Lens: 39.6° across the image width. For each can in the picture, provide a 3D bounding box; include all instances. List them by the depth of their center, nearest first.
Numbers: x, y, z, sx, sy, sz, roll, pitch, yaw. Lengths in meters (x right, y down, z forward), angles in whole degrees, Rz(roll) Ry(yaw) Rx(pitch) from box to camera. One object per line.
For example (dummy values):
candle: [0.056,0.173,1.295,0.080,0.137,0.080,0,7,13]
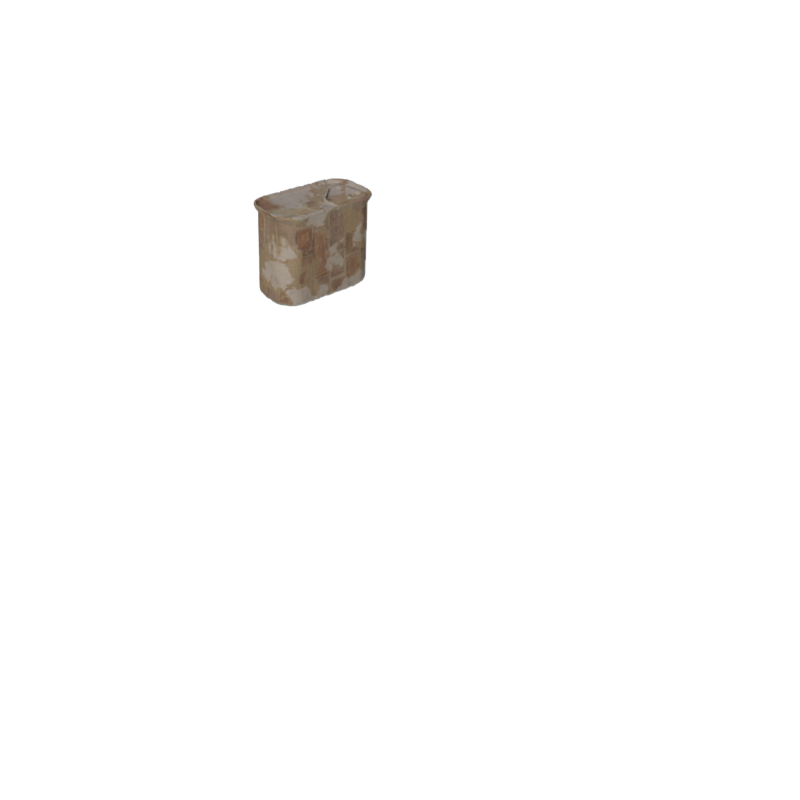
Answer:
can: [-0.075,-0.137,0.958,0.101,0.079,0.061,-21,35,-35]
